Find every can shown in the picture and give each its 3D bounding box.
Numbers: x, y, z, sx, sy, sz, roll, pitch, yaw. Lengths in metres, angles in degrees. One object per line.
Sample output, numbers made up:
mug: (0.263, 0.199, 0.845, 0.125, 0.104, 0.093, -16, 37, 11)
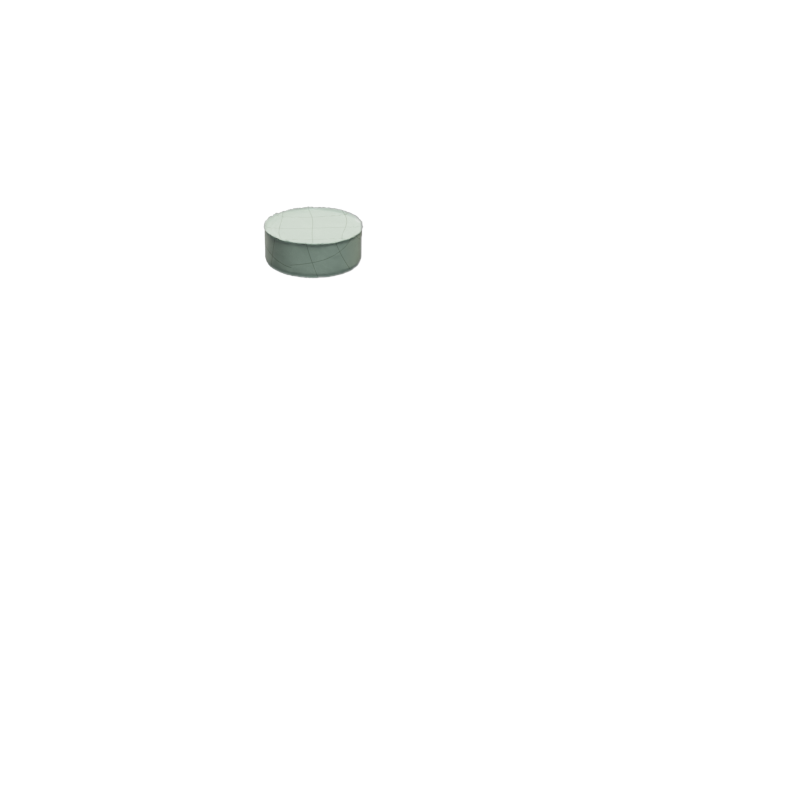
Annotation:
can: (-0.075, -0.138, 0.964, 0.086, 0.032, 0.091, -1, 29, -2)
